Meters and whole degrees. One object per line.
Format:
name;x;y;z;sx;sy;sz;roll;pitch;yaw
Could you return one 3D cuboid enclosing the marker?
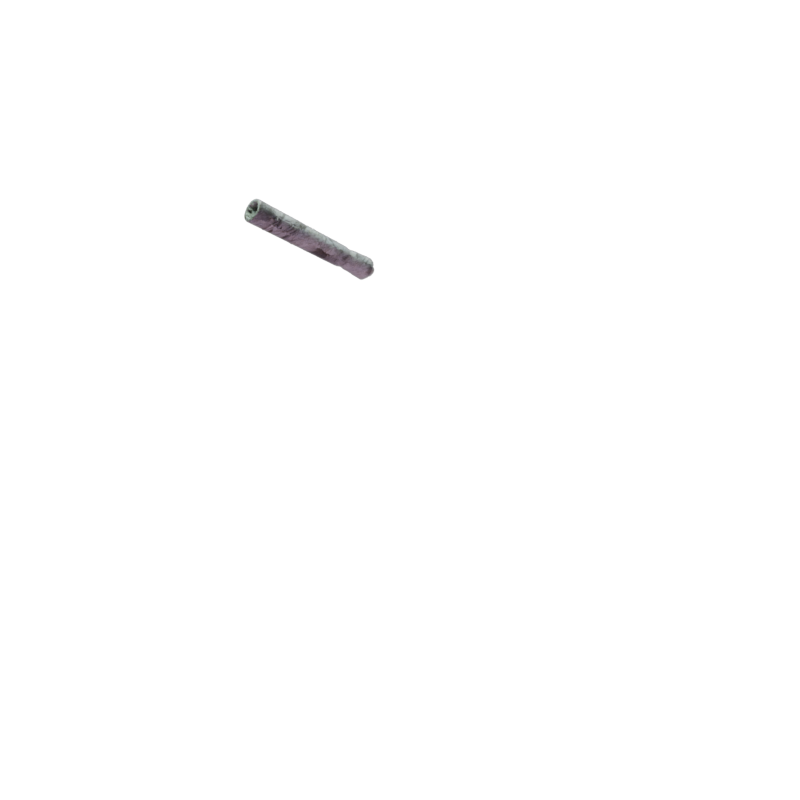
marker;-0.066;-0.121;0.849;0.114;0.020;0.021;24;-11;-34
